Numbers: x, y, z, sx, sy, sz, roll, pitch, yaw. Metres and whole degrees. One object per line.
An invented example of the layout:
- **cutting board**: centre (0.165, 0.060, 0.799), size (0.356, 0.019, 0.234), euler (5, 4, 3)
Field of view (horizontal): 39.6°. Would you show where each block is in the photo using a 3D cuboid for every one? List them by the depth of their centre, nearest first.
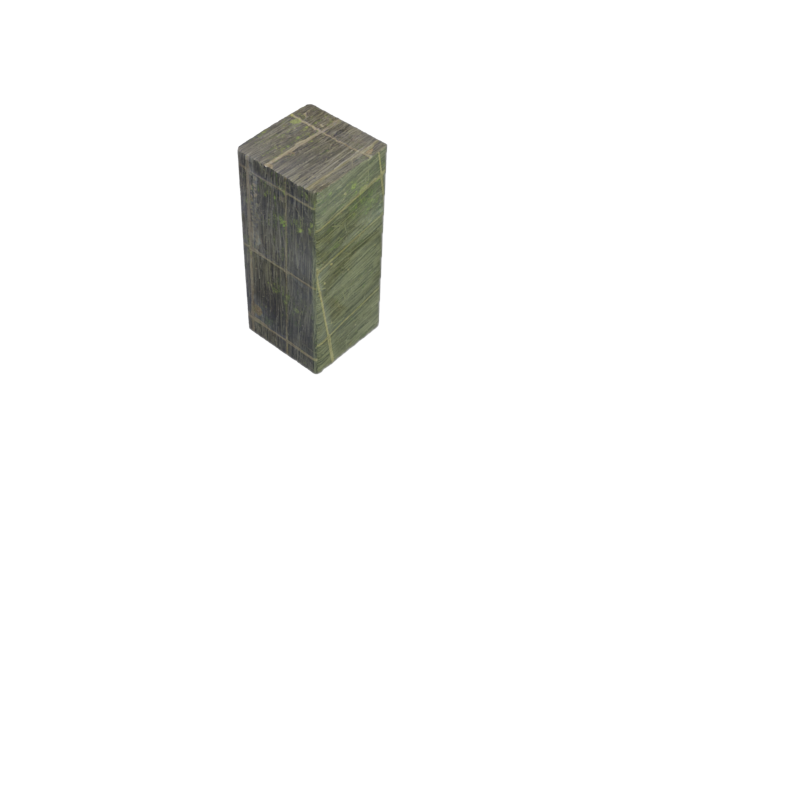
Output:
- **block**: centre (-0.075, -0.136, 0.956), size (0.096, 0.192, 0.091), euler (33, 52, 26)
